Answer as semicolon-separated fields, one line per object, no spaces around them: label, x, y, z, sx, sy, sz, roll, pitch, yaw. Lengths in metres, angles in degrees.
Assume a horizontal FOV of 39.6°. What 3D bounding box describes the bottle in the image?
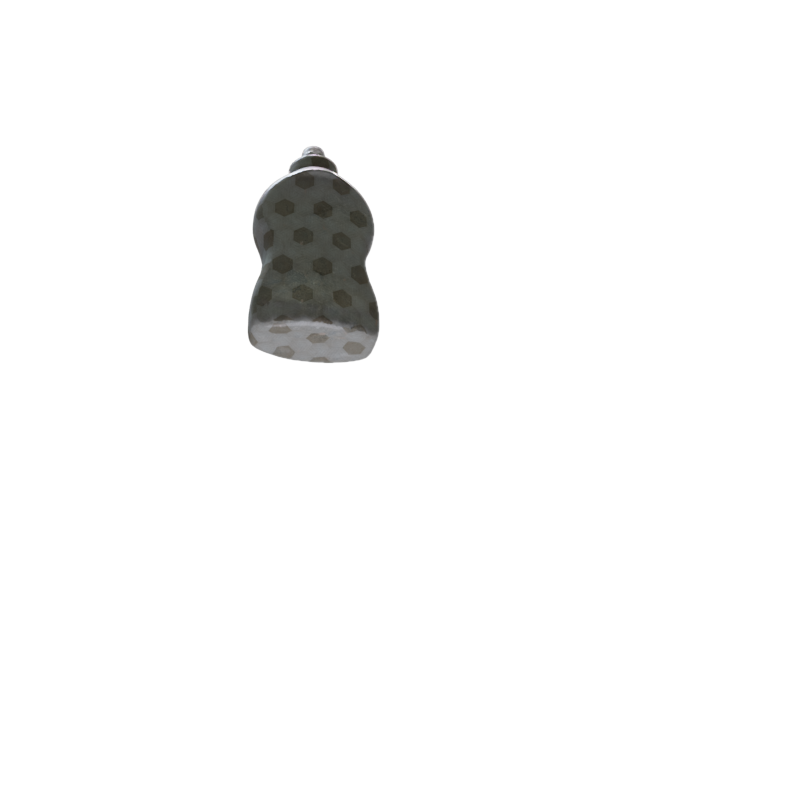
bottle;-0.068;-0.124;0.871;0.095;0.205;0.055;4;-35;-9
